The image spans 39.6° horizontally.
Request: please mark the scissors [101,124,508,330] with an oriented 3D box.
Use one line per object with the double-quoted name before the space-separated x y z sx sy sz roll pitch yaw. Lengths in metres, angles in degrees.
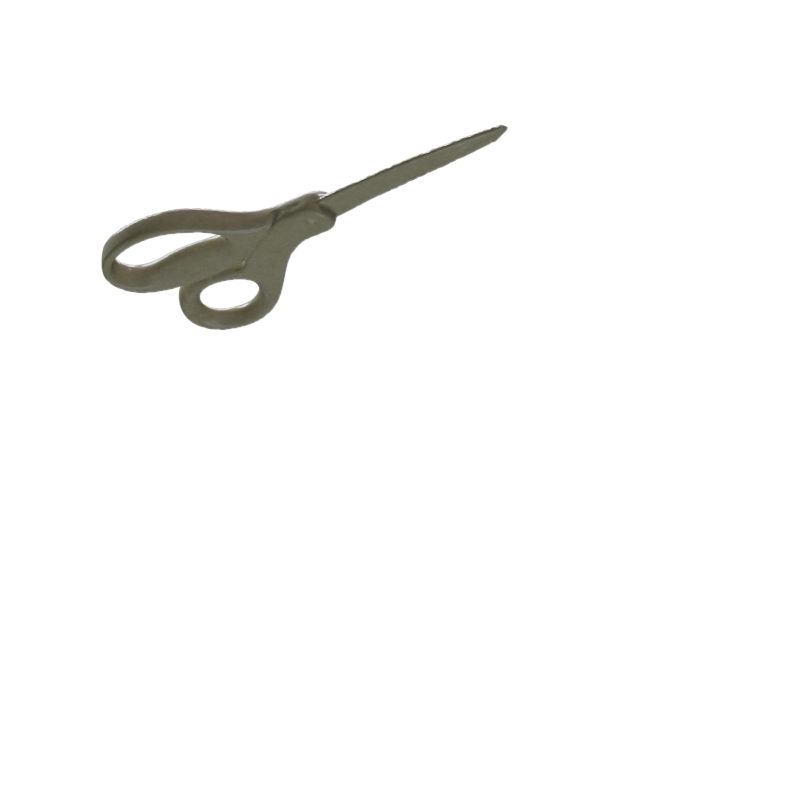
"scissors" -0.040 -0.073 0.513 0.204 0.017 0.089 -10 -32 16
